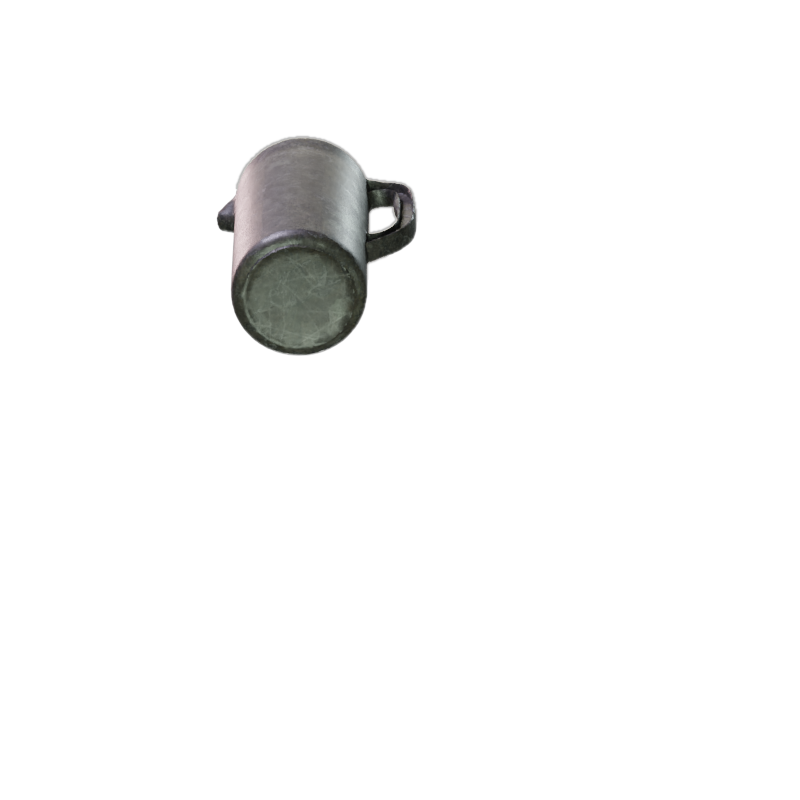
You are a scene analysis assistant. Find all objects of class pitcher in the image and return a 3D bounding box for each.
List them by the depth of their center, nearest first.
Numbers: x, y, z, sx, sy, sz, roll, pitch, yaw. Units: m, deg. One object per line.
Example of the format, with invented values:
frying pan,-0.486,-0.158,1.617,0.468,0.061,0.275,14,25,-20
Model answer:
pitcher,-0.076,-0.139,0.975,0.140,0.147,0.256,35,19,-18
